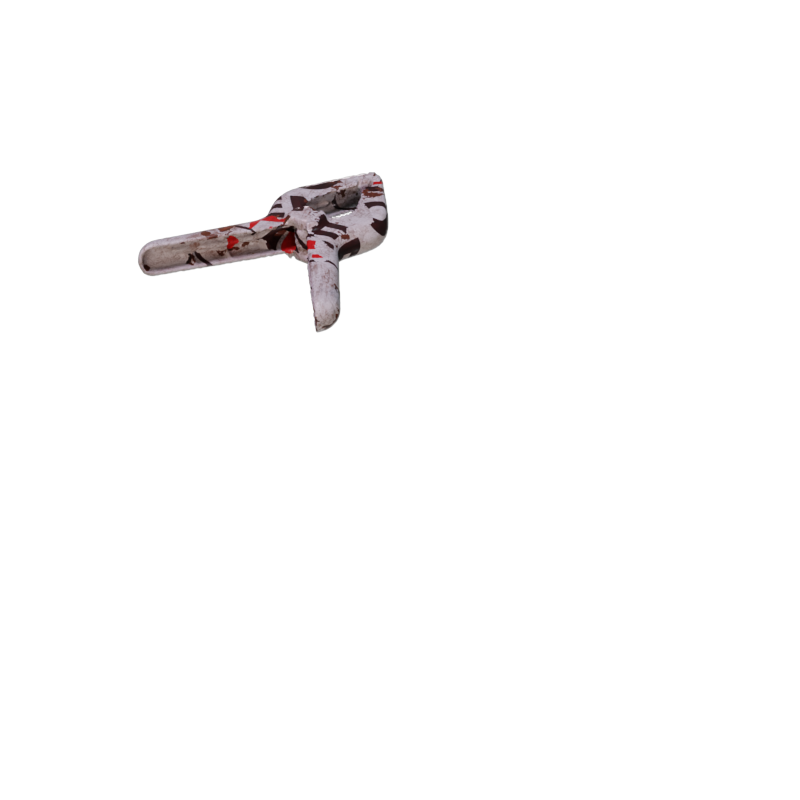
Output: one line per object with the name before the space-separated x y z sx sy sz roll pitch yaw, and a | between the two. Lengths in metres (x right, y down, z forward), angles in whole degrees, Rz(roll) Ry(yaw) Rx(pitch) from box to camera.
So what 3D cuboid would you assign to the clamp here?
clamp | -0.064 -0.117 0.819 0.174 0.034 0.211 23 40 31
